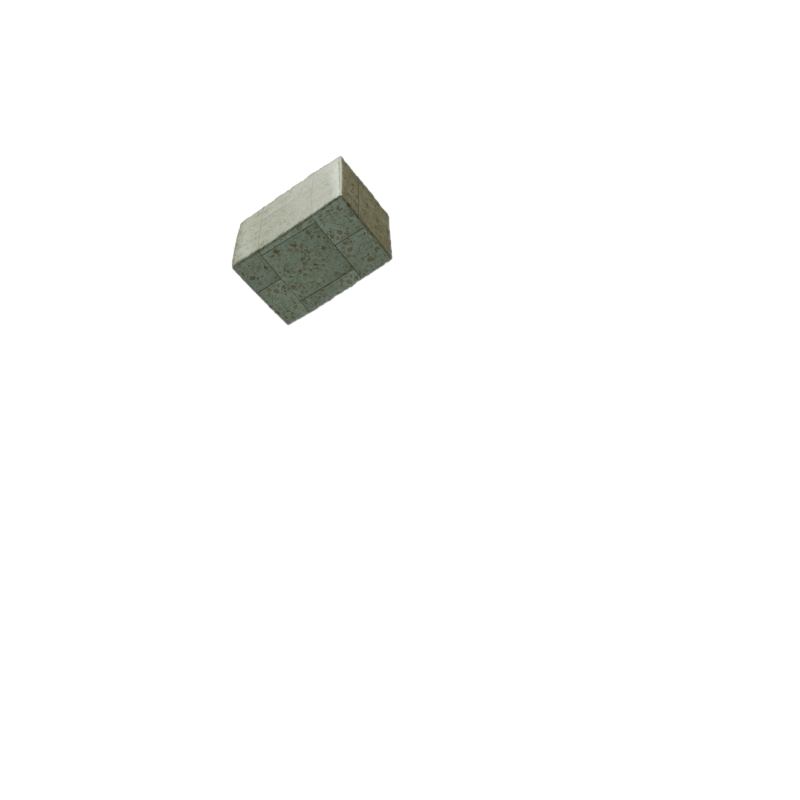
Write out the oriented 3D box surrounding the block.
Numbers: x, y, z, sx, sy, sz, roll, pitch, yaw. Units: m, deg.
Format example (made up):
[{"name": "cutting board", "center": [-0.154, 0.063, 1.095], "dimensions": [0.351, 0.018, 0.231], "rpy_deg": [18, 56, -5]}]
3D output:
[{"name": "block", "center": [-0.050, -0.092, 0.643], "dimensions": [0.078, 0.050, 0.055], "rpy_deg": [-31, 30, 17]}]
